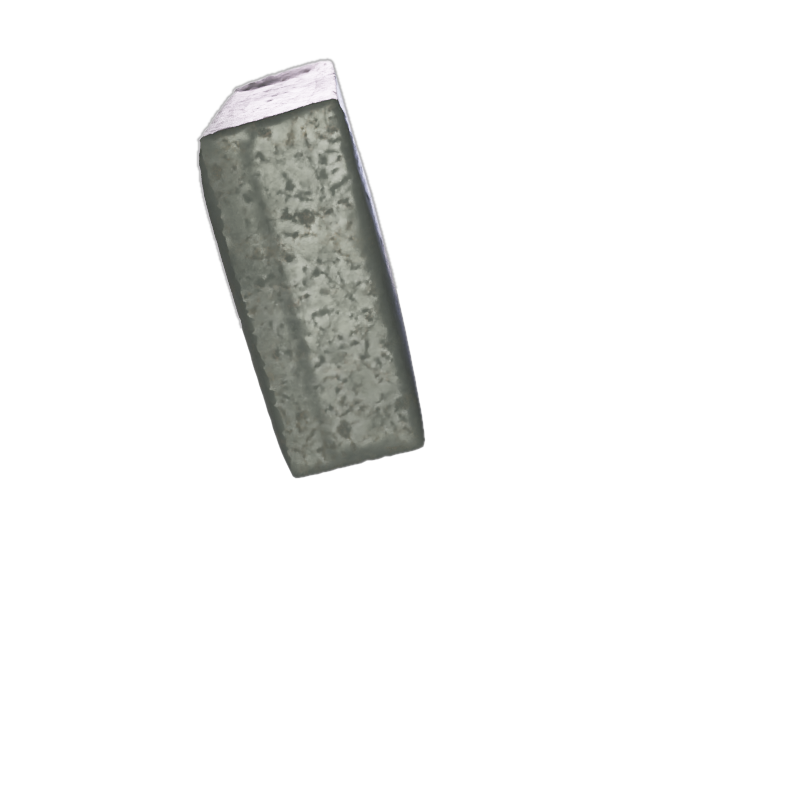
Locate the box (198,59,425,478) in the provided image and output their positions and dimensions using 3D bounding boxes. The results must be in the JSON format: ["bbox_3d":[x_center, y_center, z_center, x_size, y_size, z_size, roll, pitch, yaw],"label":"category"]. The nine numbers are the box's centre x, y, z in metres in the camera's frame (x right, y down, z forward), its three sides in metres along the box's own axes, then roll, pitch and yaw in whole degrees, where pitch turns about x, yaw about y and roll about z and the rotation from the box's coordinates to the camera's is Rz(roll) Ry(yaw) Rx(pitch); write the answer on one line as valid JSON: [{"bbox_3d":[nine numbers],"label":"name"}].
[{"bbox_3d":[-0.045,-0.083,0.580,0.072,0.158,0.223,-15,19,1],"label":"box"}]
